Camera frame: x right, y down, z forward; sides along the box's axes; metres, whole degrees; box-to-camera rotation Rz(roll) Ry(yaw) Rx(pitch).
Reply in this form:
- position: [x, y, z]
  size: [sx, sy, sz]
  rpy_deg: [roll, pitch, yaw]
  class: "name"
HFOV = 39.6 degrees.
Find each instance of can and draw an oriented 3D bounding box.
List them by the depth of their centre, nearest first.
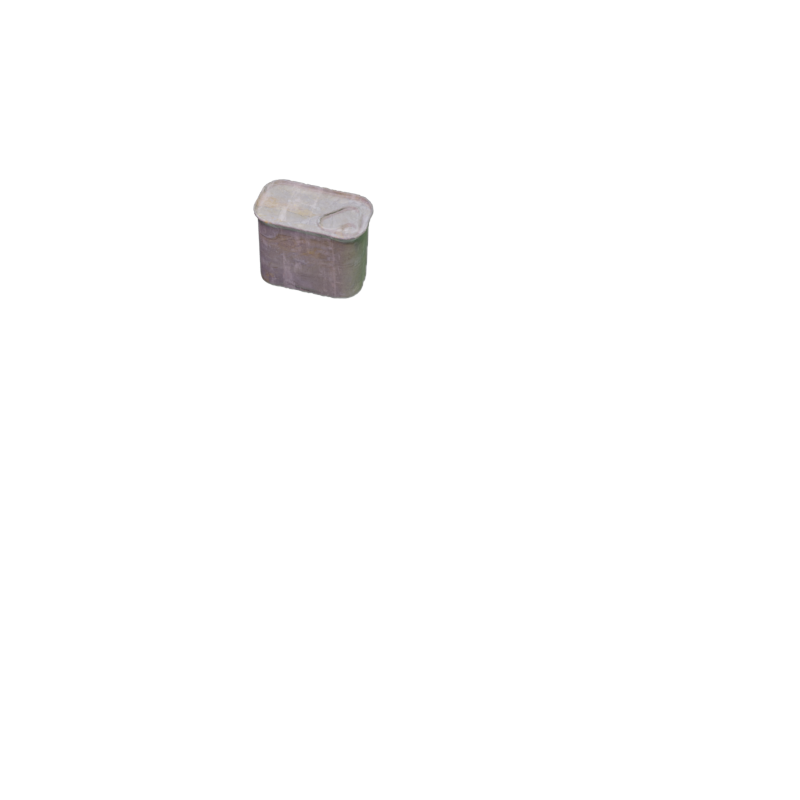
- position: [-0.077, -0.141, 0.991]
  size: [0.104, 0.060, 0.078]
  rpy_deg: [13, -41, 10]
  class: "can"
